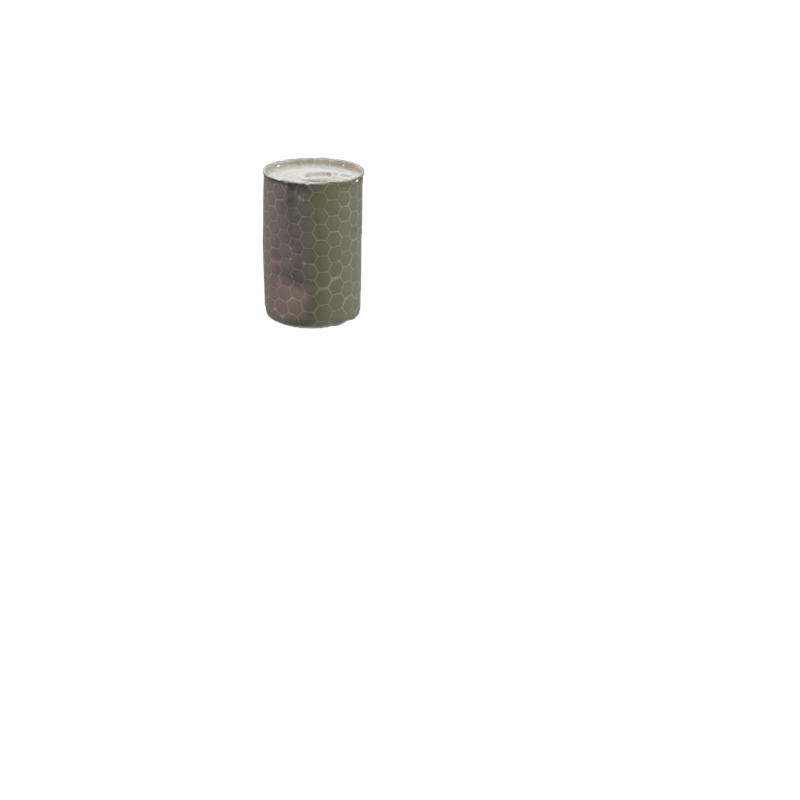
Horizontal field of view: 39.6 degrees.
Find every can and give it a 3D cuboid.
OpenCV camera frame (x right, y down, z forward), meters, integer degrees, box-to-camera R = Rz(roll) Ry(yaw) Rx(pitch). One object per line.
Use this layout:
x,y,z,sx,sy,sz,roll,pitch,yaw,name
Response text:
-0.059,-0.108,0.754,0.068,0.098,0.072,0,21,-2,can
